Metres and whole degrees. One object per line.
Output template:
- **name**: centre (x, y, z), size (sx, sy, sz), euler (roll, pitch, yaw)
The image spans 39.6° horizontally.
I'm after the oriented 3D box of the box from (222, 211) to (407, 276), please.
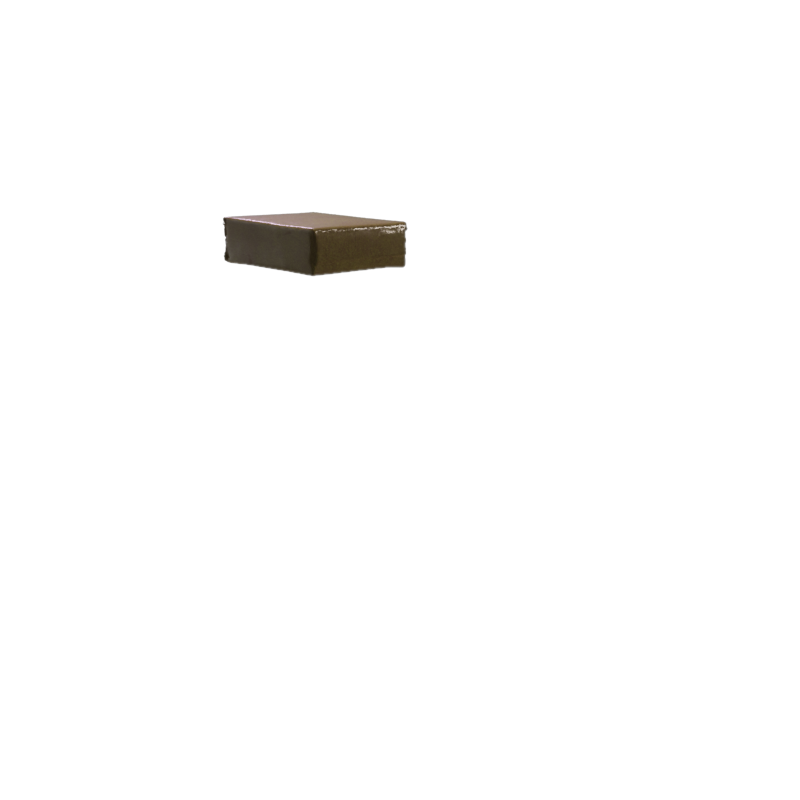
- **box**: centre (-0.065, -0.118, 0.826), size (0.087, 0.038, 0.119), euler (-9, 14, -40)
